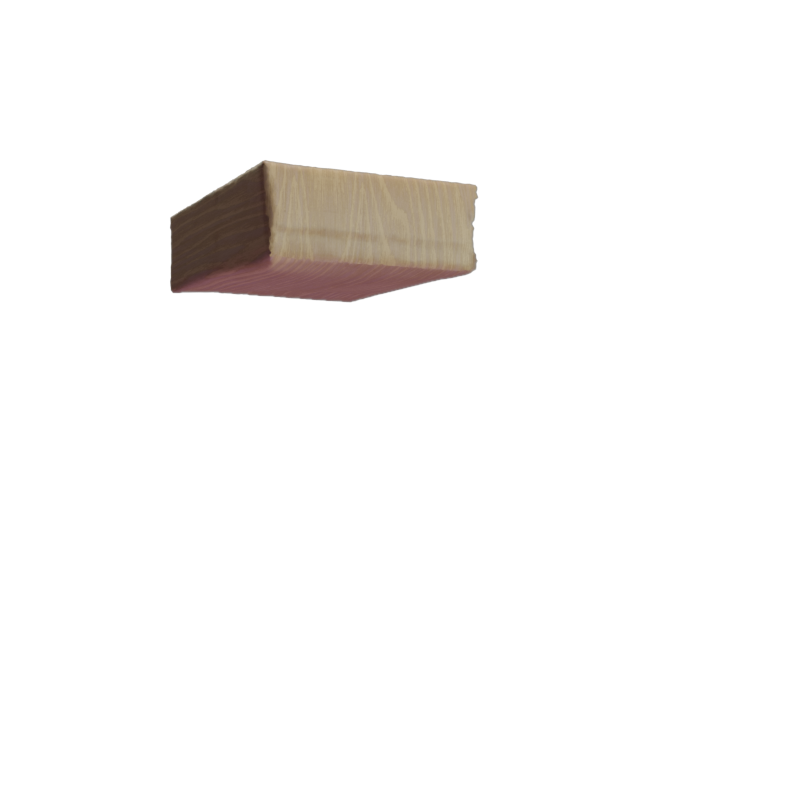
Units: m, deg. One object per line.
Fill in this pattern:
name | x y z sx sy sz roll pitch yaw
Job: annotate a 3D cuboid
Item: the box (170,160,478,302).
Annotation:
box | -0.035 -0.064 0.452 0.087 0.039 0.116 1 -1 -27
